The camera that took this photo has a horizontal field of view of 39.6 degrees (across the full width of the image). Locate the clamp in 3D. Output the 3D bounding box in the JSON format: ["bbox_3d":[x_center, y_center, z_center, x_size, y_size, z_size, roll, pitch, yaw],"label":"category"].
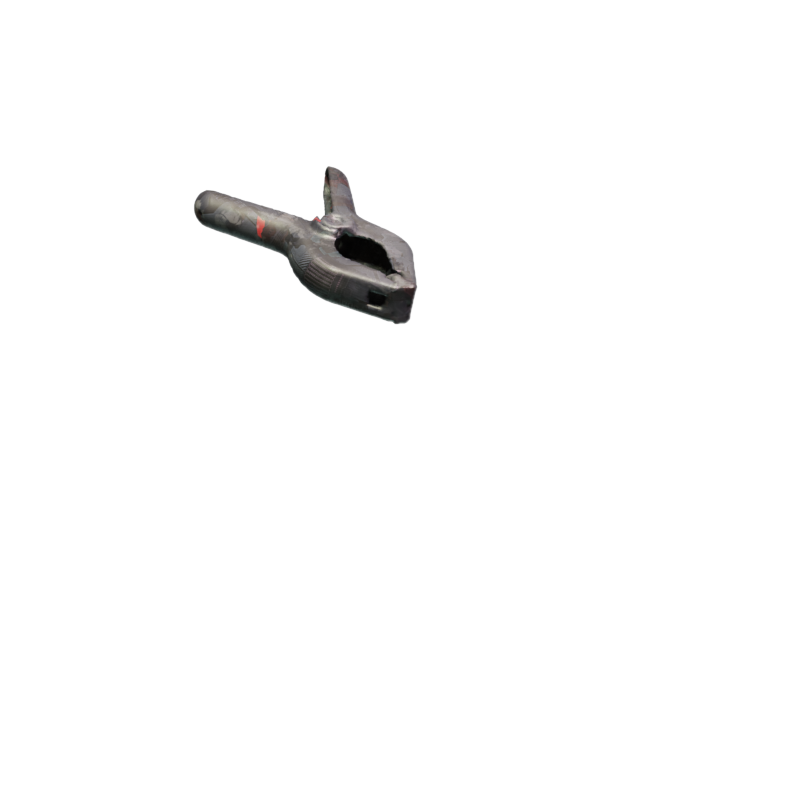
[{"bbox_3d":[-0.057,-0.103,0.723,0.118,0.037,0.185,-16,39,-22],"label":"clamp"}]
